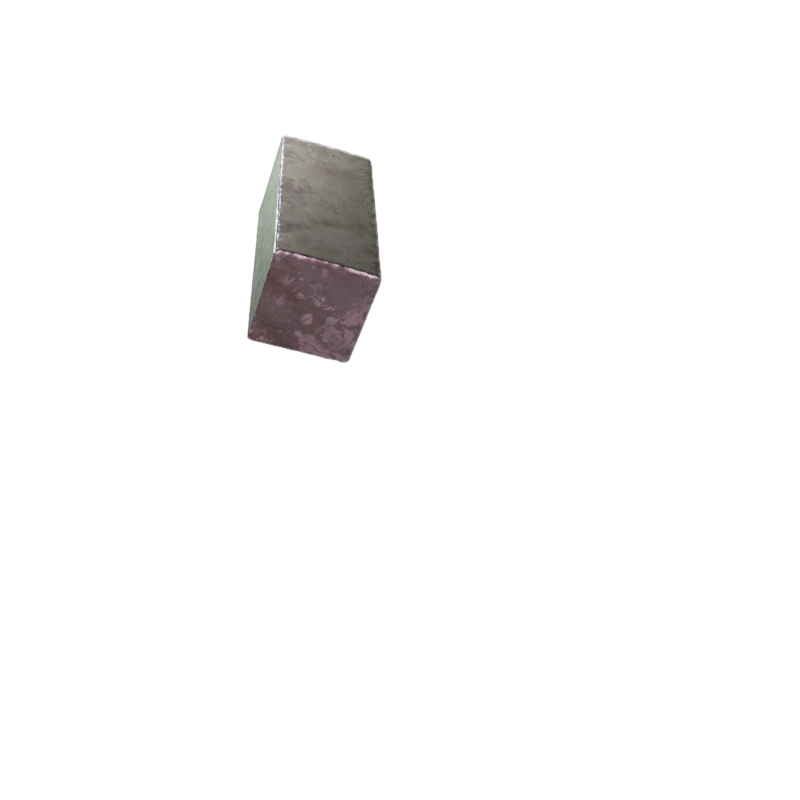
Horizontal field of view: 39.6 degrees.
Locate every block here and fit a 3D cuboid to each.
[{"bbox_3d":[-0.075,-0.138,0.969,0.088,0.087,0.220,13,34,-13],"label":"block"}]
